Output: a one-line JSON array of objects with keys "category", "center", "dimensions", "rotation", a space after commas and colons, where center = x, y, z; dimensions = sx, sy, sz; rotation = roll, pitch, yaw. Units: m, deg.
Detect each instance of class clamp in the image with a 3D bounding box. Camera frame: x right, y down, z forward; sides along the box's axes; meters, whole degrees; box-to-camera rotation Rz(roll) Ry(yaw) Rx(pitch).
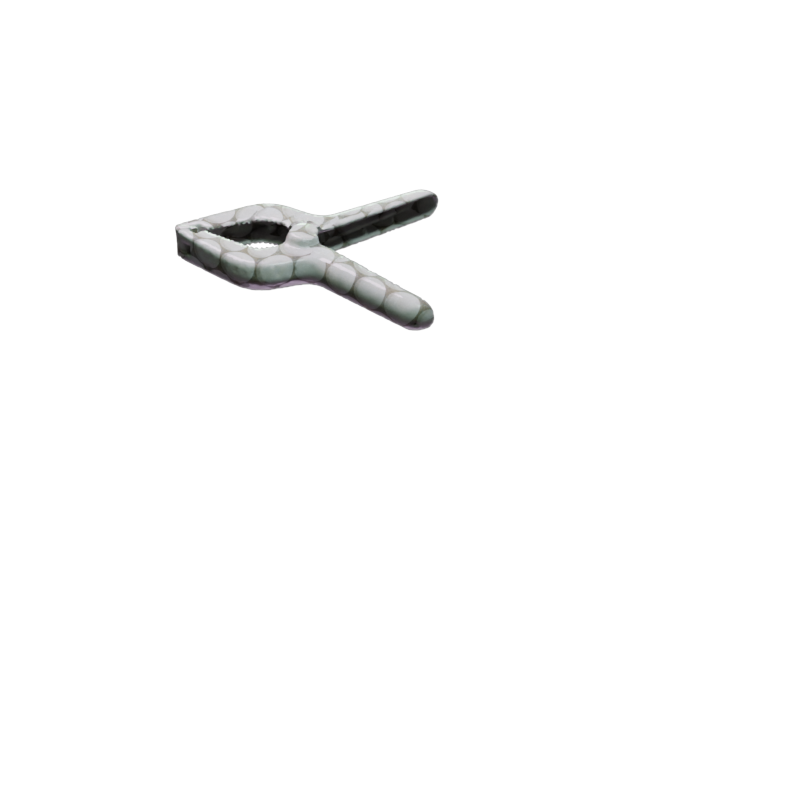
[{"category": "clamp", "center": [-0.068, -0.123, 0.864], "dimensions": [0.213, 0.034, 0.173], "rotation": [8, 40, 9]}]
